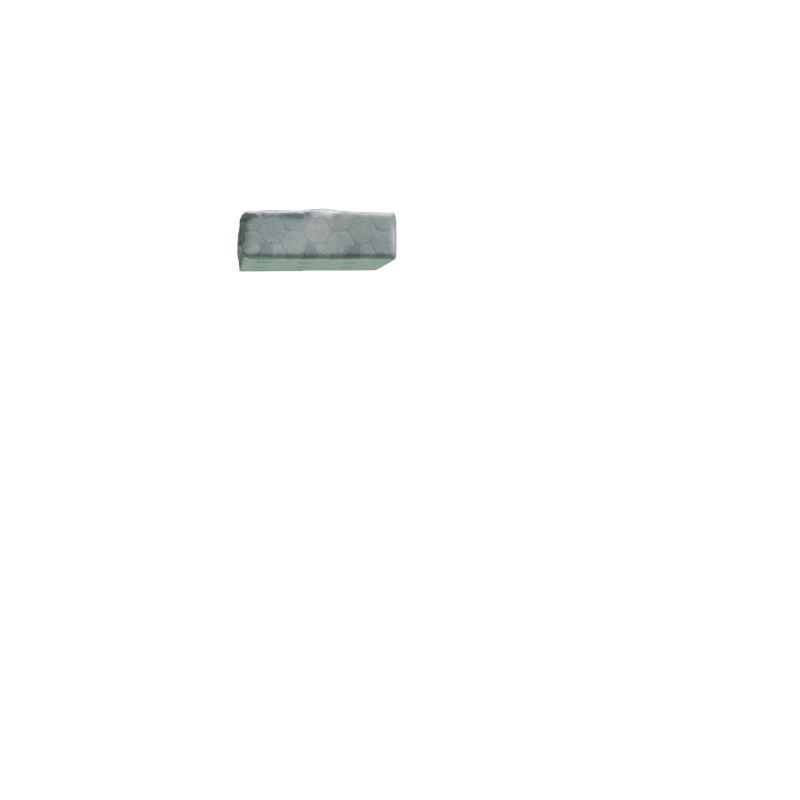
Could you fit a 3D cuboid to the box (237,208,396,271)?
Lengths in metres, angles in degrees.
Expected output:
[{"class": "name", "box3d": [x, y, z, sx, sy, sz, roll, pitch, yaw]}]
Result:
[{"class": "box", "box3d": [-0.051, -0.093, 0.654, 0.088, 0.030, 0.073, 0, 0, -7]}]
